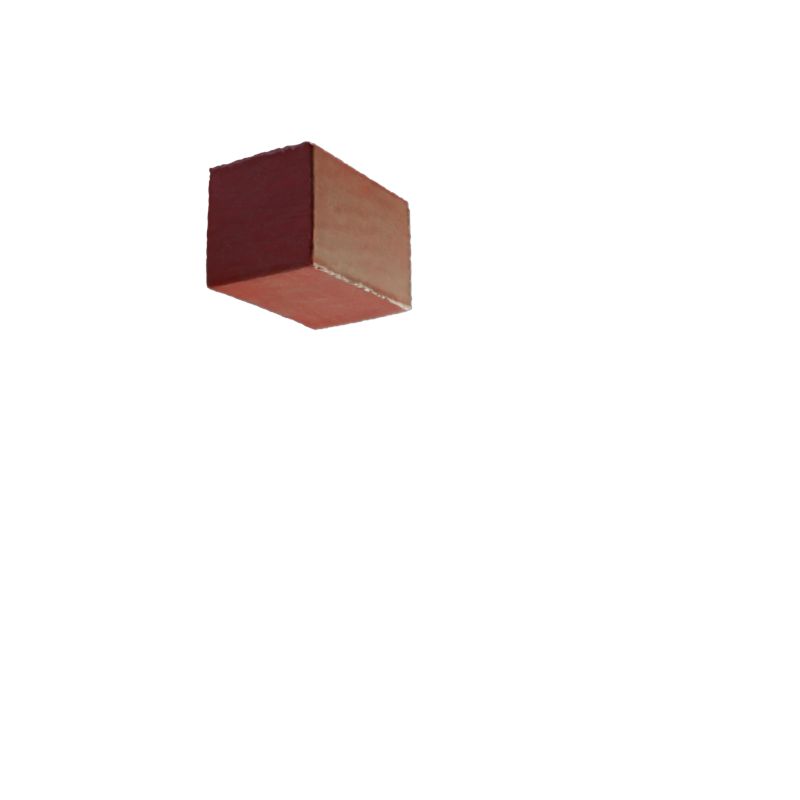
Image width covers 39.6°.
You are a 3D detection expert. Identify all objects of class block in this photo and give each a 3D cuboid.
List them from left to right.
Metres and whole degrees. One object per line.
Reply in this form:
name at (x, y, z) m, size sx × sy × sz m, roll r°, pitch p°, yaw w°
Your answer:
block at (-0.036, -0.065, 0.457) m, size 0.054 × 0.053 × 0.073 m, roll -10°, pitch -18°, yaw 30°
